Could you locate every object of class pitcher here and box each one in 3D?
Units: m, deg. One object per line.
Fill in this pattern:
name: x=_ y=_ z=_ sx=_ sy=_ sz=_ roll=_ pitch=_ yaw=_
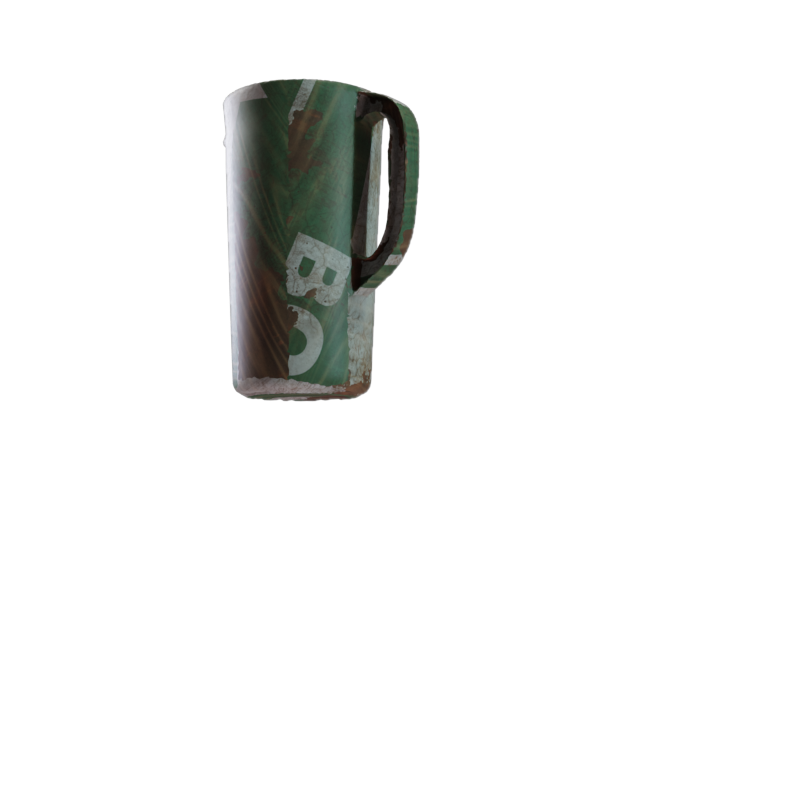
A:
pitcher: x=-0.068 y=-0.125 z=0.875 sx=0.143 sy=0.250 sz=0.147 roll=1 pitch=-10 yaw=-10
